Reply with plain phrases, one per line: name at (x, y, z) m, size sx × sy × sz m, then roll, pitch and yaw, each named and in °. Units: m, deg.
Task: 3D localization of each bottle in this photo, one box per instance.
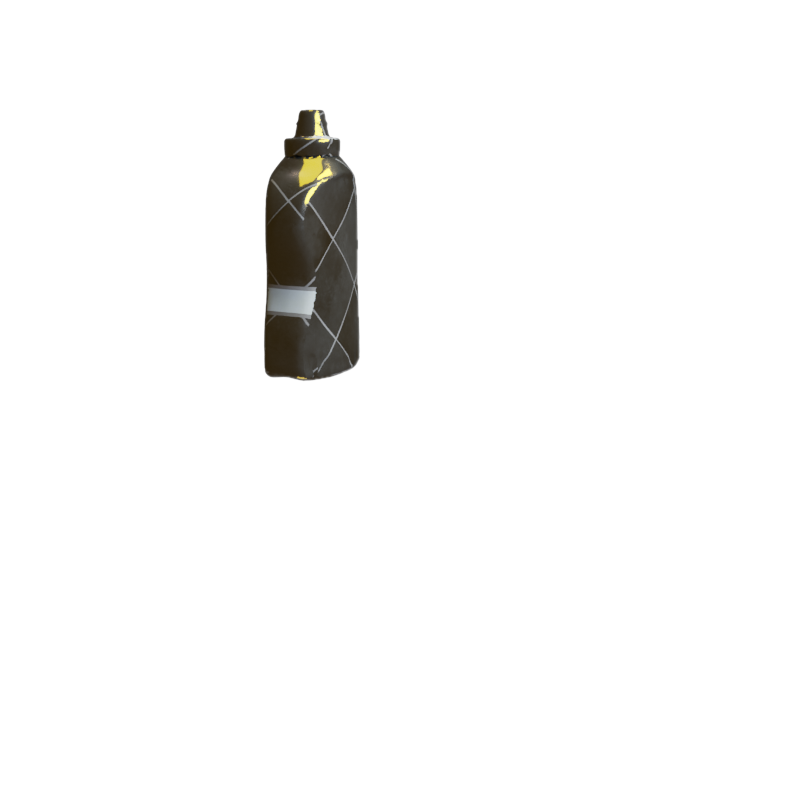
bottle at (-0.064, -0.116, 0.813) m, size 0.060 × 0.189 × 0.094 m, roll 3°, pitch 7°, yaw 27°
